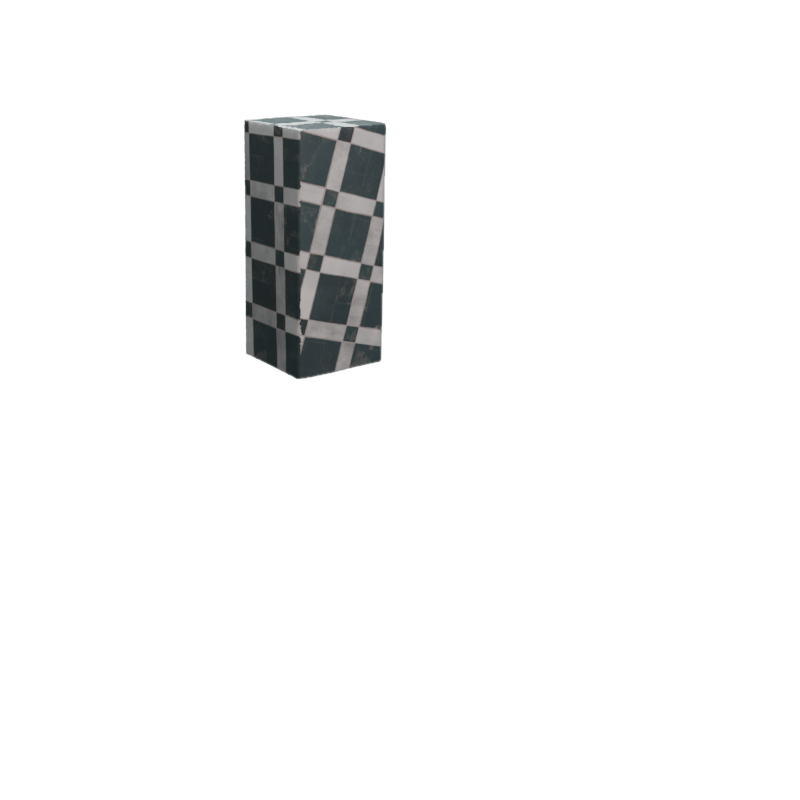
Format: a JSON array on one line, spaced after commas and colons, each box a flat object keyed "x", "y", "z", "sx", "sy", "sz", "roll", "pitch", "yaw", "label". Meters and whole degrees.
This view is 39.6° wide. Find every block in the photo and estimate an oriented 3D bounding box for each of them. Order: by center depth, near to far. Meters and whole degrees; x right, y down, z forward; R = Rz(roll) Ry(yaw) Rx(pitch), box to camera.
[{"x": -0.073, "y": -0.135, "z": 0.946, "sx": 0.088, "sy": 0.200, "sz": 0.096, "roll": -9, "pitch": 17, "yaw": -36, "label": "block"}]
